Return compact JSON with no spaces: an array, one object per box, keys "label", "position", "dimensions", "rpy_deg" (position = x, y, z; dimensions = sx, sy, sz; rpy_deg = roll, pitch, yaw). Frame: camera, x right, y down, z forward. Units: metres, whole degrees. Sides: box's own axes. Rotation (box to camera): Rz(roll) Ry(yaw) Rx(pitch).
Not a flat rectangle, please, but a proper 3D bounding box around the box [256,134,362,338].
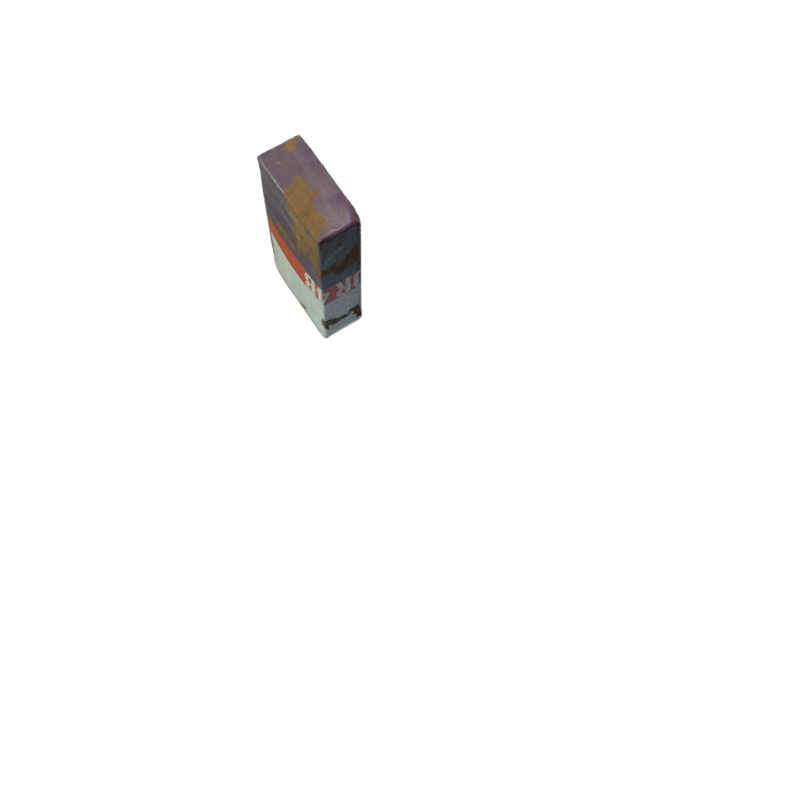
[{"label":"box","position":[-0.070,-0.129,0.904],"dimensions":[0.048,0.099,0.167],"rpy_deg":[-29,-19,-15]}]
